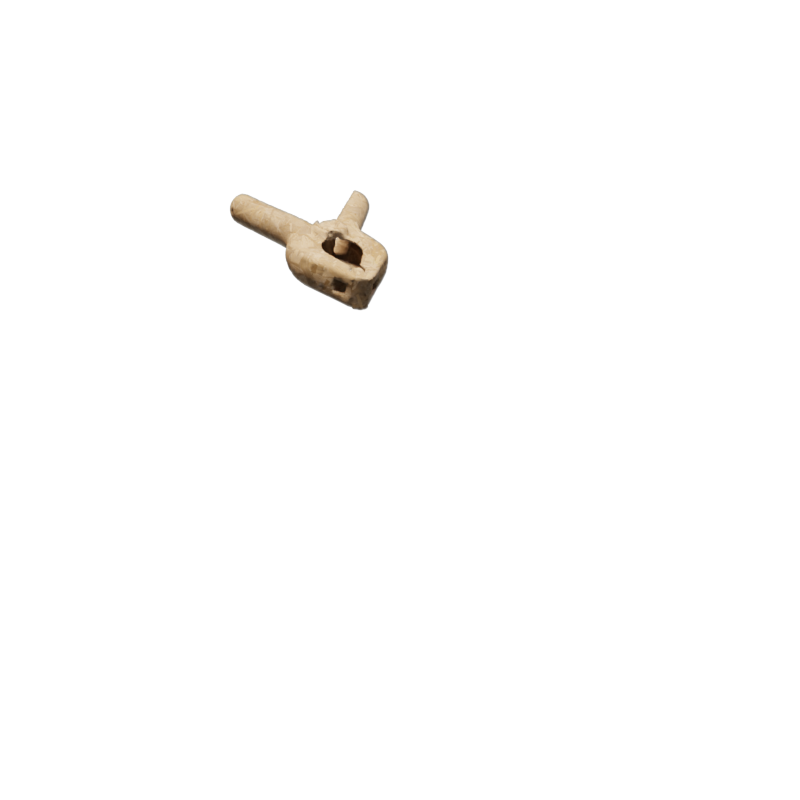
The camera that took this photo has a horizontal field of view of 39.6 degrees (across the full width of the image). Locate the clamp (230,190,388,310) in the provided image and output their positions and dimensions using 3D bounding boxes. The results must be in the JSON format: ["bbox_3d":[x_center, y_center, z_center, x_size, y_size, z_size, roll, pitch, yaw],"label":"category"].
[{"bbox_3d":[-0.069,-0.125,0.876,0.119,0.037,0.184,-6,31,-10],"label":"clamp"}]
